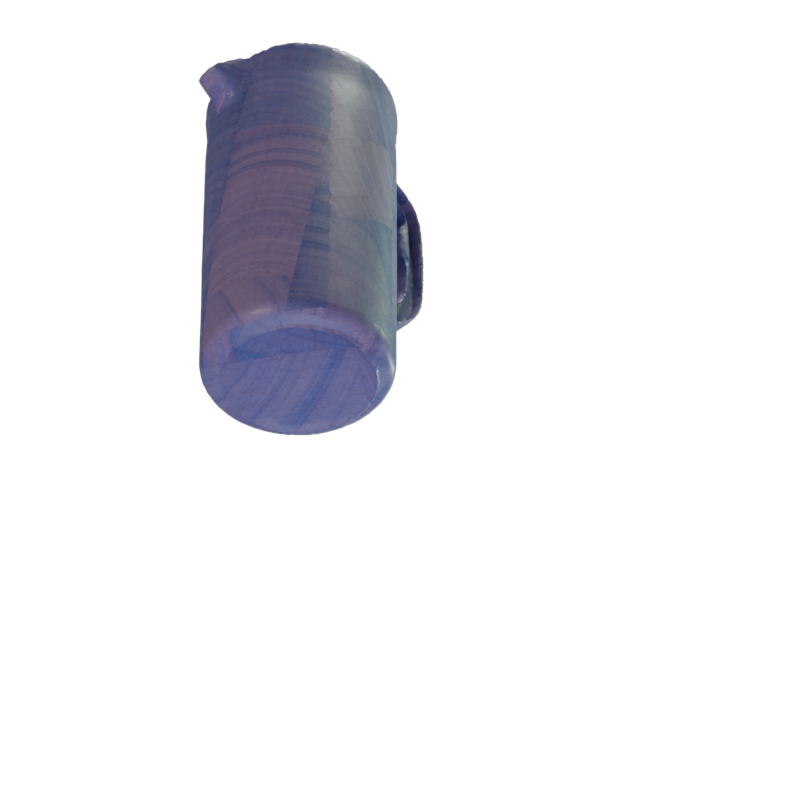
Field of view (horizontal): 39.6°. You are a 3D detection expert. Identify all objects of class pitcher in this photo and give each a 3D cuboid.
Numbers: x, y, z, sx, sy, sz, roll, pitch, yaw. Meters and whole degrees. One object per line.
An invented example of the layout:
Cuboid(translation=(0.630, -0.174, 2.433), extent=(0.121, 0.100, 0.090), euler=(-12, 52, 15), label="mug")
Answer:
Cuboid(translation=(-0.054, -0.099, 0.691), extent=(0.149, 0.261, 0.135), euler=(-2, -44, -2), label="pitcher")
